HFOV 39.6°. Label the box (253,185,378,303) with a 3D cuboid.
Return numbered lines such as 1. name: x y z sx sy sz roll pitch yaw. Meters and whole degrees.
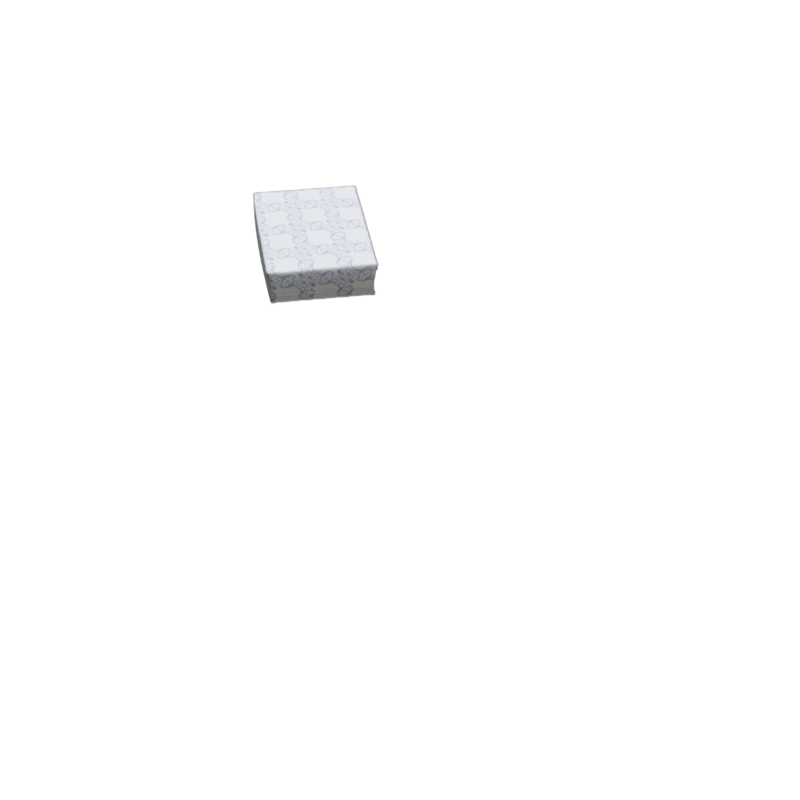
1. box: -0.072 -0.131 0.919 0.089 0.036 0.123 -7 45 -7
